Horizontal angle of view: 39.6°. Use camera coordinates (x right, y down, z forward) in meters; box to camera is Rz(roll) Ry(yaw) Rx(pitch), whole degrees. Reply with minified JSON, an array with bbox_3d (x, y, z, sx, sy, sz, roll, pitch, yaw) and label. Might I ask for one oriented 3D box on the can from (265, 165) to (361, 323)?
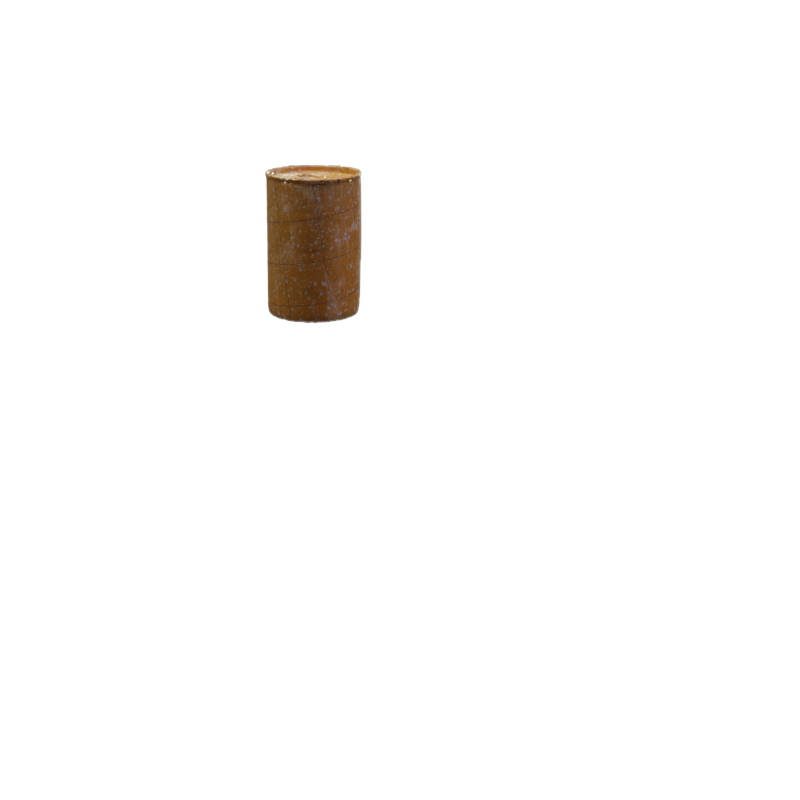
[{"bbox_3d":[-0.062,-0.113,0.791,0.068,0.099,0.071,0,15,-2],"label":"can"}]
